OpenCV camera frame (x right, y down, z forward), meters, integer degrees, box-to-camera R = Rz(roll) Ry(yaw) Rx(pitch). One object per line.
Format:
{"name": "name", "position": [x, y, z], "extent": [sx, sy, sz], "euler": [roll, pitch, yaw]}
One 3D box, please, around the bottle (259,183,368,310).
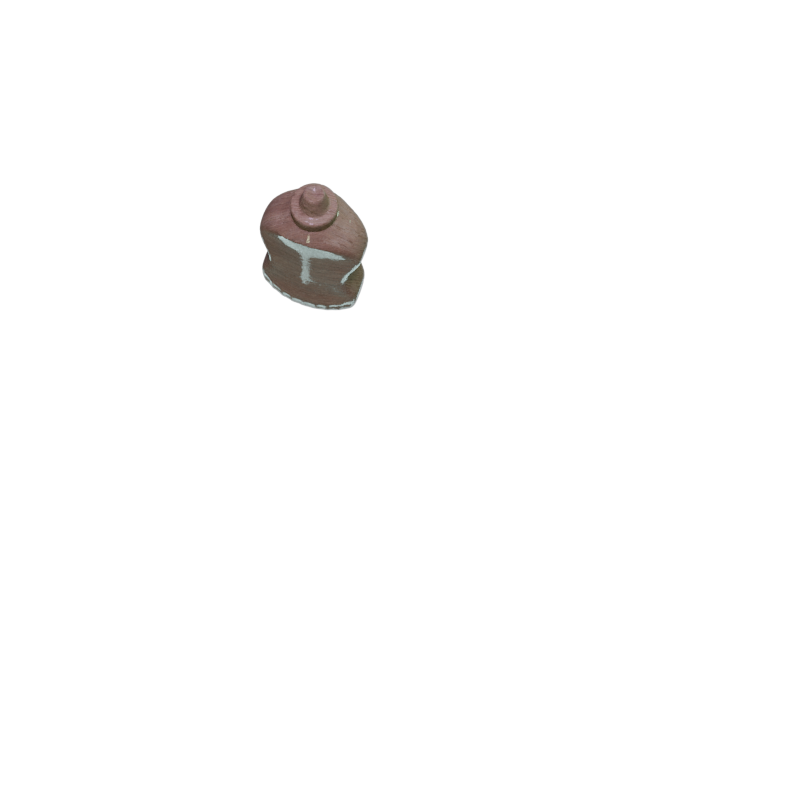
{"name": "bottle", "position": [-0.078, -0.143, 0.996], "extent": [0.097, 0.060, 0.183], "euler": [21, -18, 4]}
